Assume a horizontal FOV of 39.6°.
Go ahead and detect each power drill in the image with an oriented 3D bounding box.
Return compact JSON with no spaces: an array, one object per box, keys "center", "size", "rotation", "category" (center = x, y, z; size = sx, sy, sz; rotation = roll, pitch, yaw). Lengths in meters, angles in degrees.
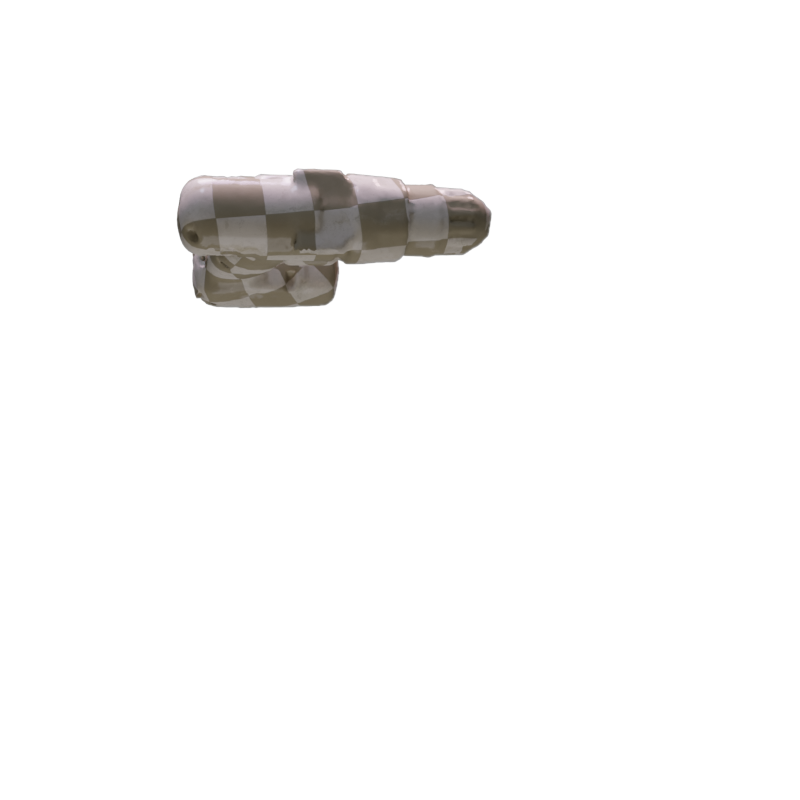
[{"center":[-0.055,-0.101,0.707],"size":[0.181,0.059,0.186],"rotation":[2,-7,-14],"category":"power drill"}]
